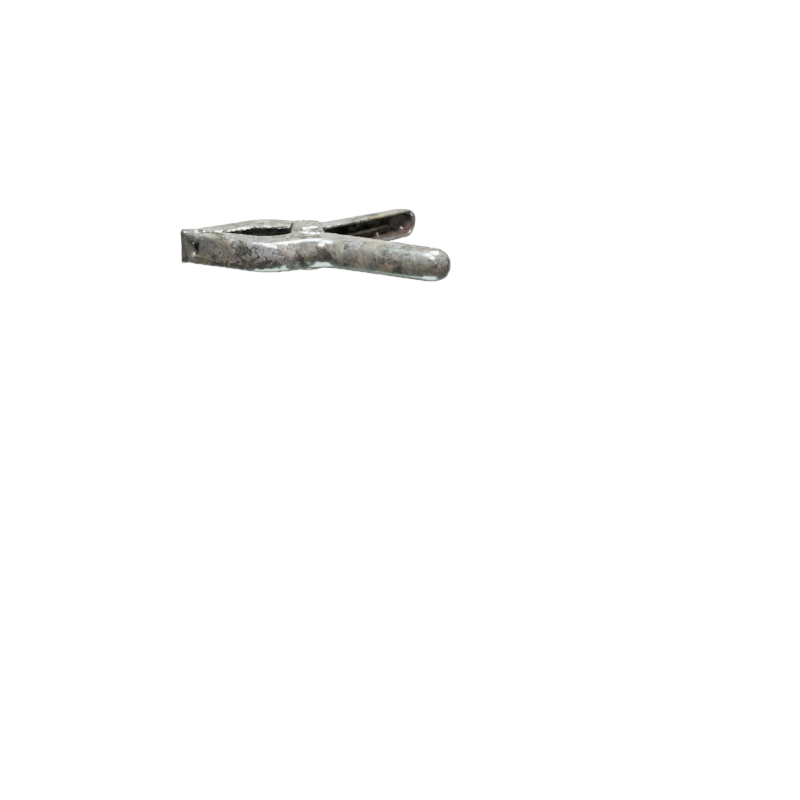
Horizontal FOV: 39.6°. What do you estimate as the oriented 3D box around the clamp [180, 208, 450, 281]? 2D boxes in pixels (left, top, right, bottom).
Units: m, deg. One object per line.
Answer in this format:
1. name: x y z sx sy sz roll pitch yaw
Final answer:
1. clamp: -0.071 -0.129 0.902 0.210 0.035 0.171 0 20 0
